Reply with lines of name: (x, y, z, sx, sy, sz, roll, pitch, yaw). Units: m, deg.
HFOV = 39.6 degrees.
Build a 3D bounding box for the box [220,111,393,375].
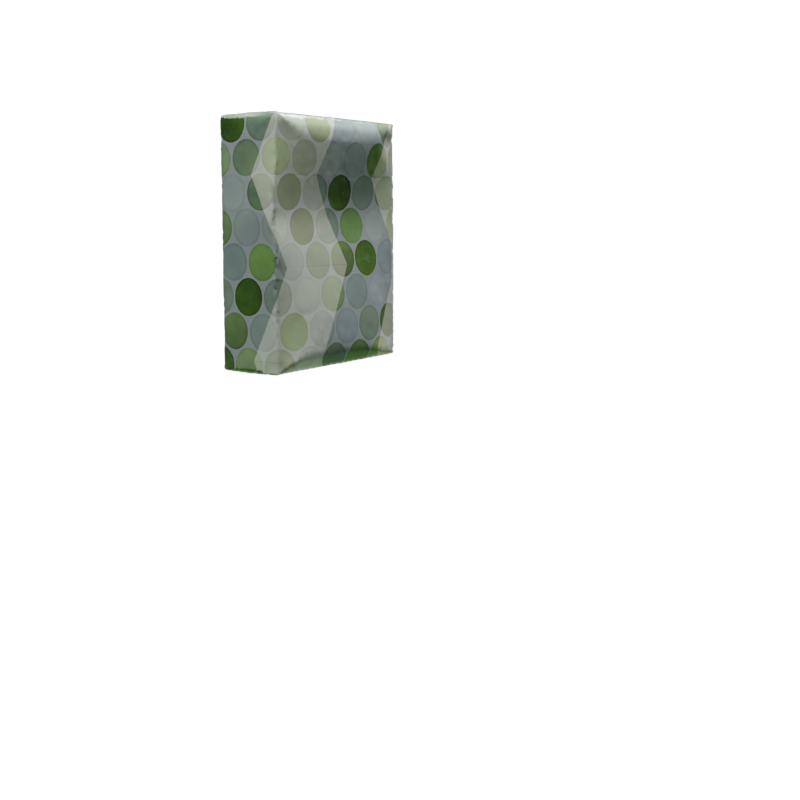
box: (-0.075, -0.137, 0.962, 0.075, 0.213, 0.159, 2, 5, 37)
